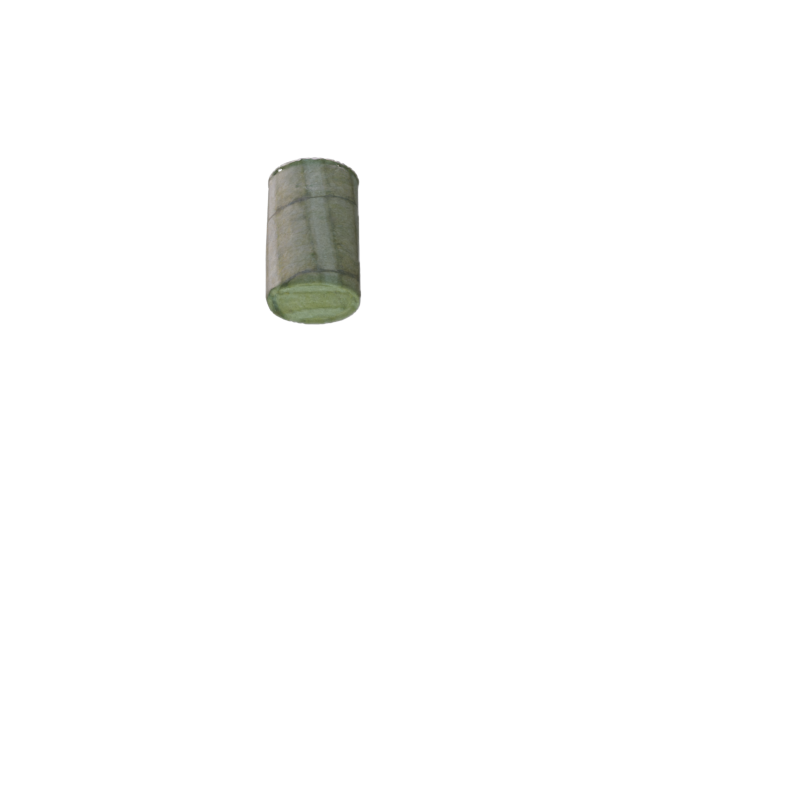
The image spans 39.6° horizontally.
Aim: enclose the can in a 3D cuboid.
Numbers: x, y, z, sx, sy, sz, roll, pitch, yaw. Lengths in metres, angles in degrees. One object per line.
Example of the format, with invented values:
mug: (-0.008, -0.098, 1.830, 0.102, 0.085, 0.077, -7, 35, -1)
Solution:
can: (-0.063, -0.114, 0.799, 0.068, 0.108, 0.065, 0, -27, -2)
